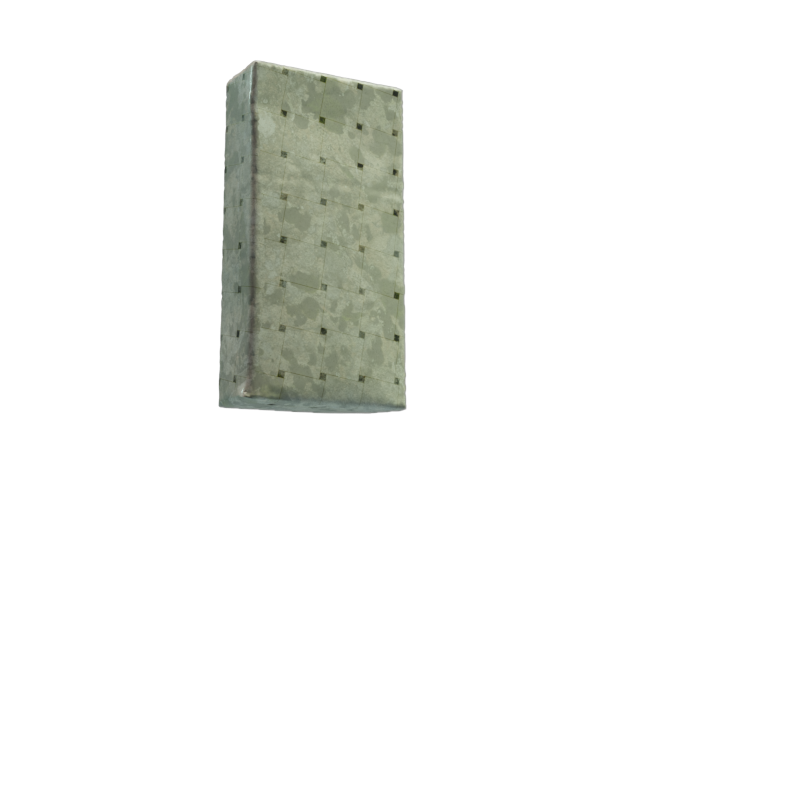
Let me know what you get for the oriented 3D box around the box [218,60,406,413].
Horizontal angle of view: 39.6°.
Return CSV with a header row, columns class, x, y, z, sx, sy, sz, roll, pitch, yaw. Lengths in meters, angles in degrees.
class,x,y,z,sx,sy,sz,roll,pitch,yaw
box,-0.046,-0.084,0.586,0.090,0.182,0.048,6,-15,-28
